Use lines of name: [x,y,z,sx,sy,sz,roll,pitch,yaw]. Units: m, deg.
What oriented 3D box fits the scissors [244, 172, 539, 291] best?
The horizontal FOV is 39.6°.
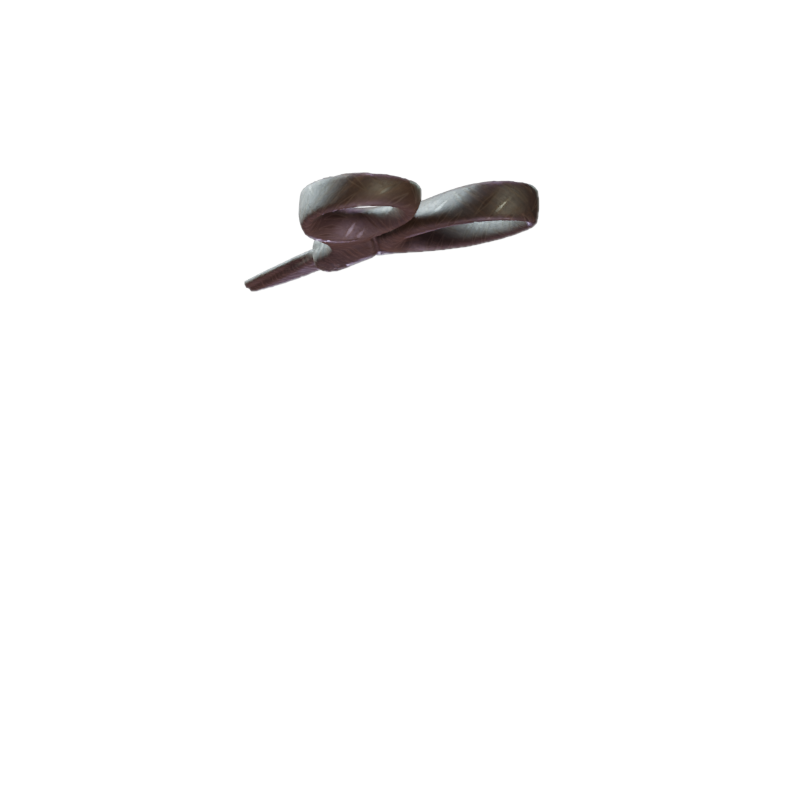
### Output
scissors: [-0.036,-0.066,0.461,0.091,0.016,0.207,5,-7,-44]
